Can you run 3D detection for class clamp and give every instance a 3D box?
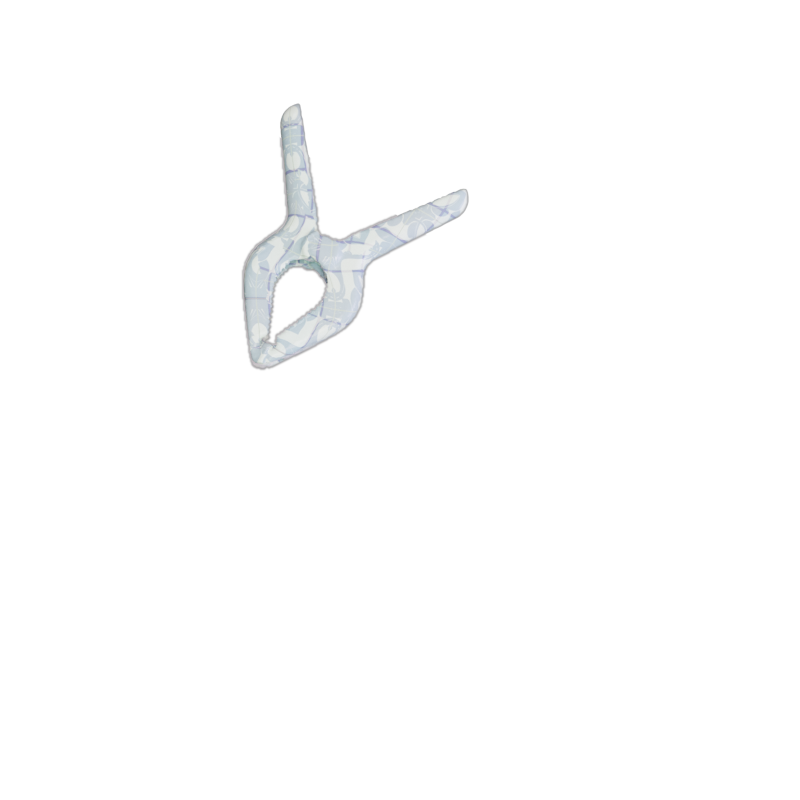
[{"bbox_3d":[-0.068,-0.124,0.866,0.168,0.213,0.035,33,-14,9],"label":"clamp"}]
